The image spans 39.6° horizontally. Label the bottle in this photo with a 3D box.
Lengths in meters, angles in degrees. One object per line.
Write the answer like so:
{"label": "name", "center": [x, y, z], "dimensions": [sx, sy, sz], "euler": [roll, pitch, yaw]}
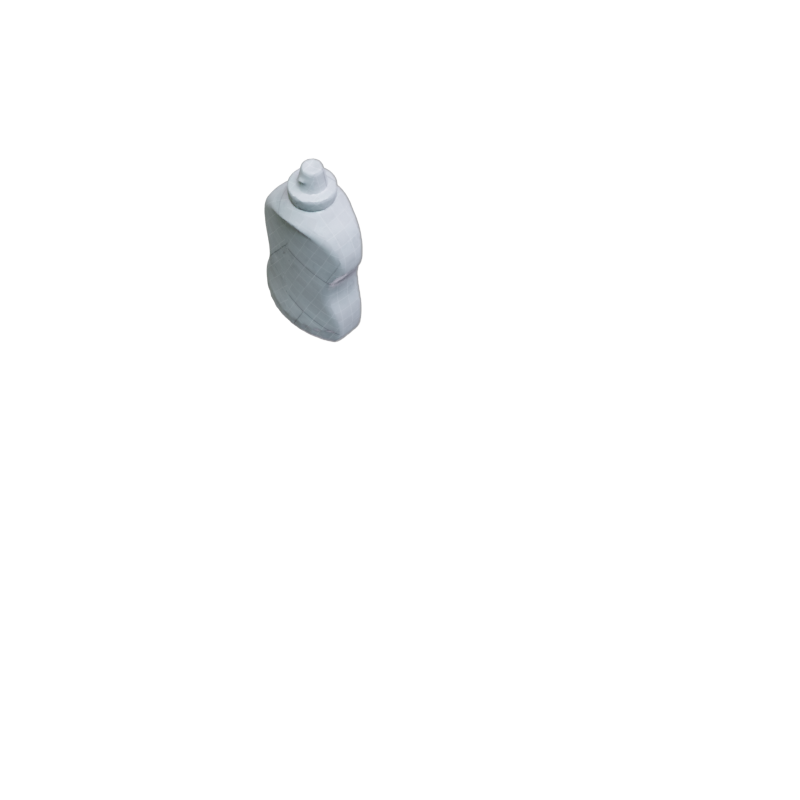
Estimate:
{"label": "bottle", "center": [-0.075, -0.135, 0.951], "dimensions": [0.059, 0.102, 0.179], "euler": [-37, -25, -25]}
